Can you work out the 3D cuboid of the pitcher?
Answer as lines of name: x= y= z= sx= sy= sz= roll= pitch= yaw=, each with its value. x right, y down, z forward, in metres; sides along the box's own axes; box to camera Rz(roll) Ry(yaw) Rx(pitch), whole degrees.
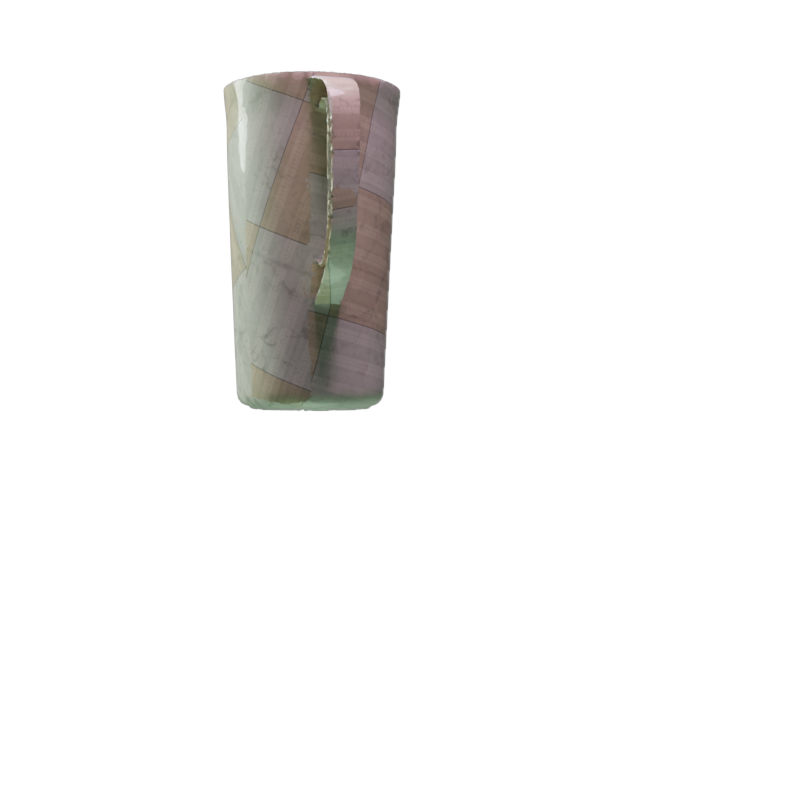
pitcher: x=-0.064 y=-0.116 z=0.813 sx=0.149 sy=0.246 sz=0.143 roll=-2 pitch=-4 yaw=29
